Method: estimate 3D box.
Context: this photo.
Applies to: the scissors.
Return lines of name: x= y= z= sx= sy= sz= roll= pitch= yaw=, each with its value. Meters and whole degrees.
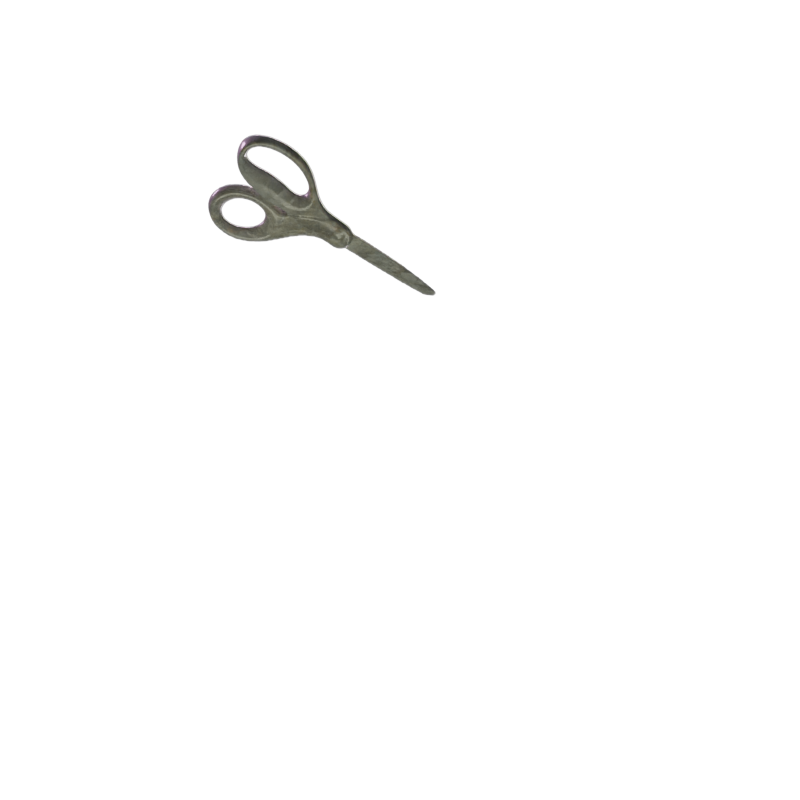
scissors: x=-0.068 y=-0.124 z=0.868 sx=0.096 sy=0.189 sz=0.017 roll=-32 pitch=29 yaw=21
